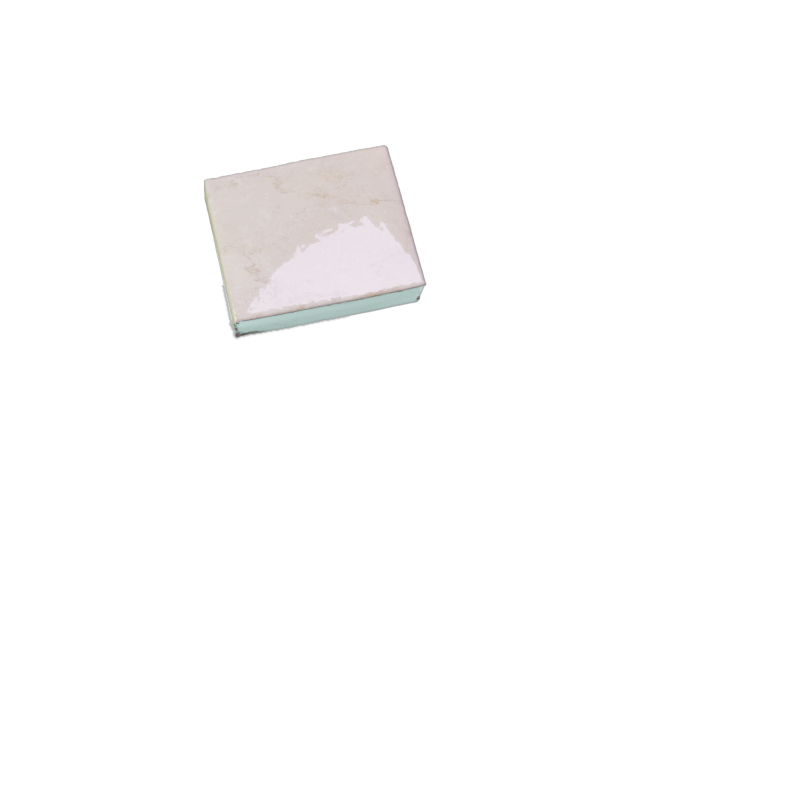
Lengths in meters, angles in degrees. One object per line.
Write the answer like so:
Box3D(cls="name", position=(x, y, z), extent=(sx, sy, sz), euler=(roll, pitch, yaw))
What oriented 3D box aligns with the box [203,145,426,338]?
Box3D(cls="box", position=(-0.050, -0.092, 0.642), extent=(0.113, 0.095, 0.037), euler=(-13, -20, -5))
